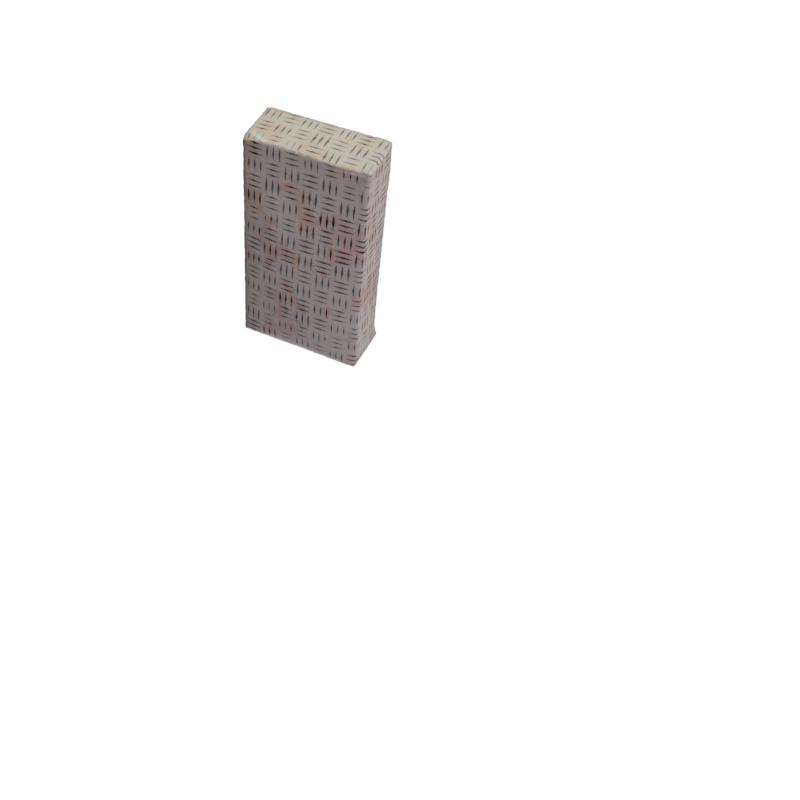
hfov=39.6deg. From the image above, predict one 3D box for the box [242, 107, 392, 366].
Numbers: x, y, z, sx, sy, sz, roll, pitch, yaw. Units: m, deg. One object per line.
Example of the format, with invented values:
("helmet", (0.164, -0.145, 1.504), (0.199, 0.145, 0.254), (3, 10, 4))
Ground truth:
("box", (-0.060, -0.109, 0.767), (0.096, 0.164, 0.050), (20, 48, 15))
